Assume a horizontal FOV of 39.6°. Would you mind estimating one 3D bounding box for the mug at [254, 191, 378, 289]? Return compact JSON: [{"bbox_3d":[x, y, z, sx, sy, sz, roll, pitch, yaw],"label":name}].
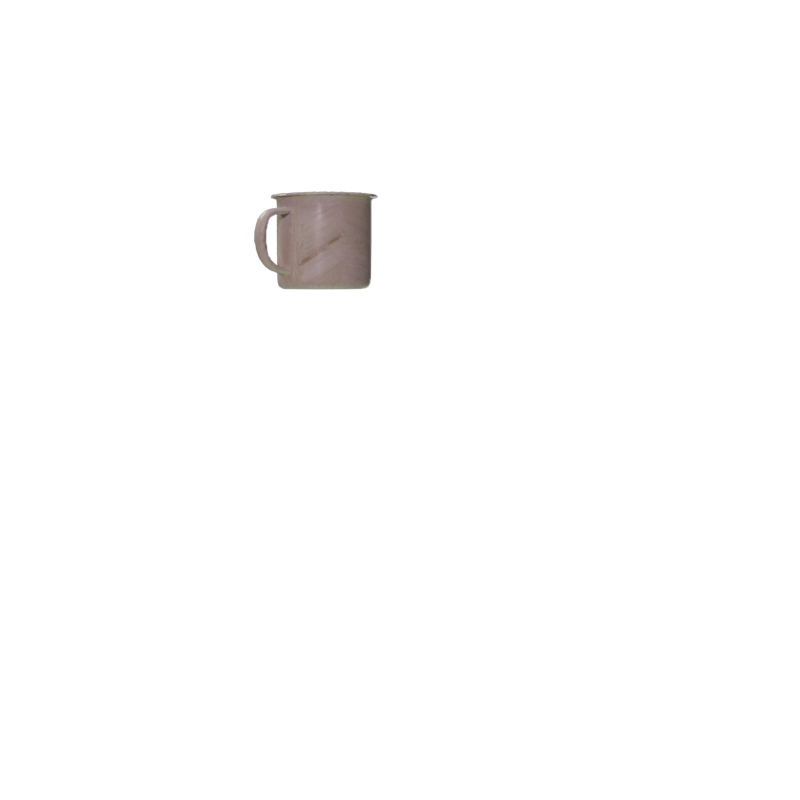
[{"bbox_3d":[-0.075,-0.136,0.954,0.113,0.081,0.097,-3,5,-42],"label":"mug"}]
